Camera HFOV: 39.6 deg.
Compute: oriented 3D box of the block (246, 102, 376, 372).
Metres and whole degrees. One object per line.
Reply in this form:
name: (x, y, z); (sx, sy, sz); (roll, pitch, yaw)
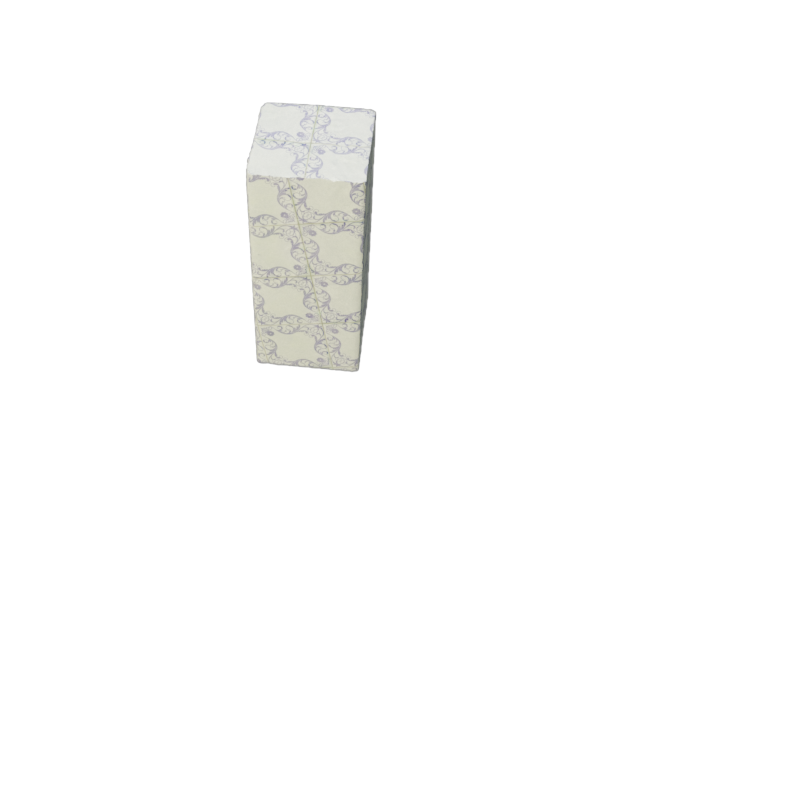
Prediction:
block: (-0.070, -0.127, 0.889); (0.091, 0.097, 0.192); (5, -43, 1)
